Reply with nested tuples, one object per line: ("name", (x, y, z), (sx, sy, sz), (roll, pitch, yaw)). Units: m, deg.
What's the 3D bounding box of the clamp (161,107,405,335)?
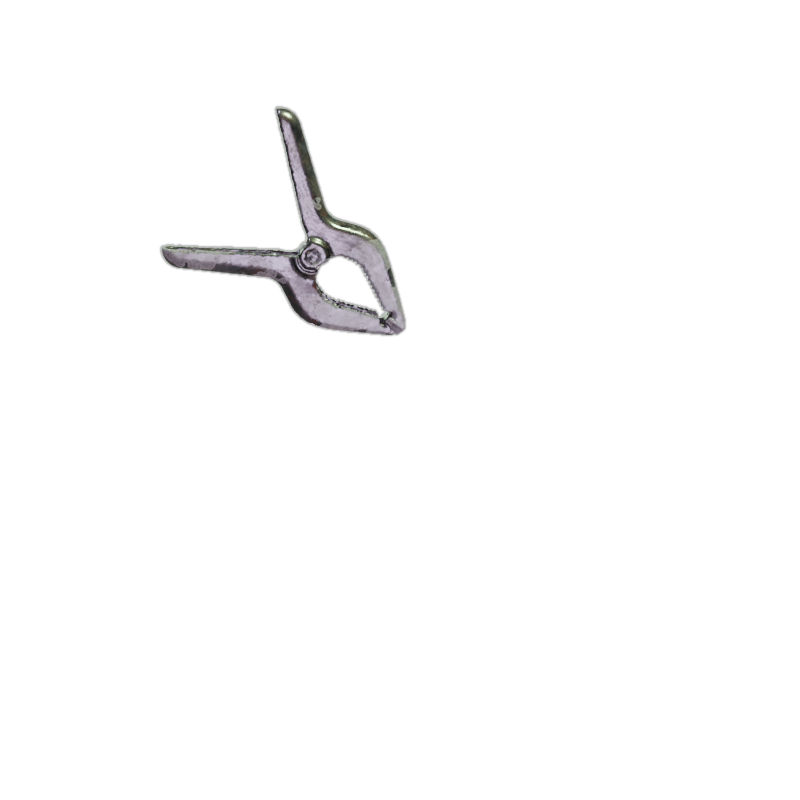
("clamp", (-0.073, -0.134, 0.939), (0.207, 0.163, 0.037), (33, 8, -5))
